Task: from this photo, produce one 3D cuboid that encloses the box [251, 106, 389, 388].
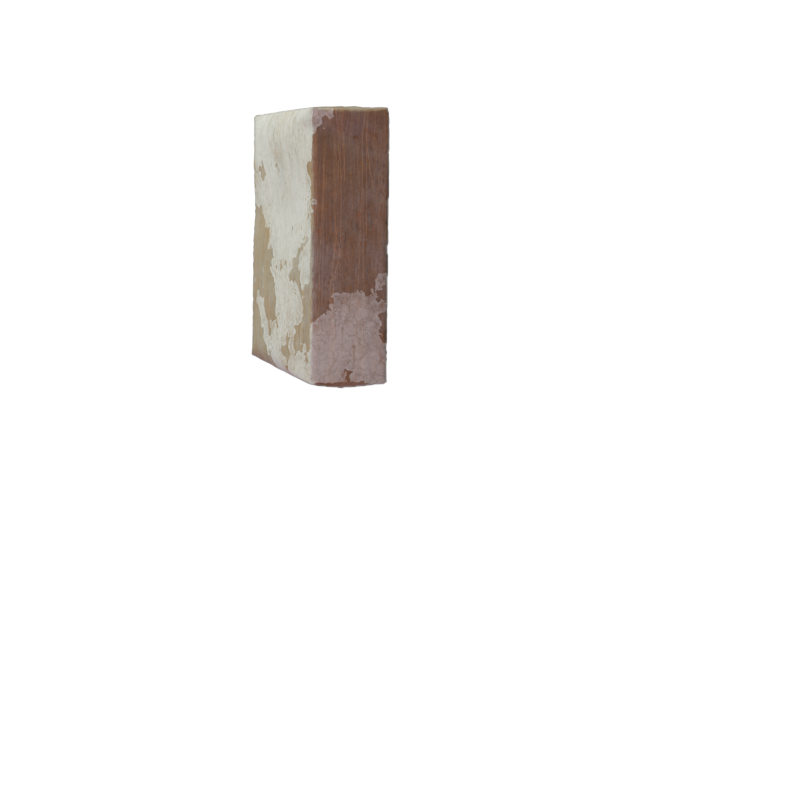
[{"bbox_3d":[-0.071,-0.129,0.905,0.070,0.211,0.171,-2,7,-22],"label":"box"}]
